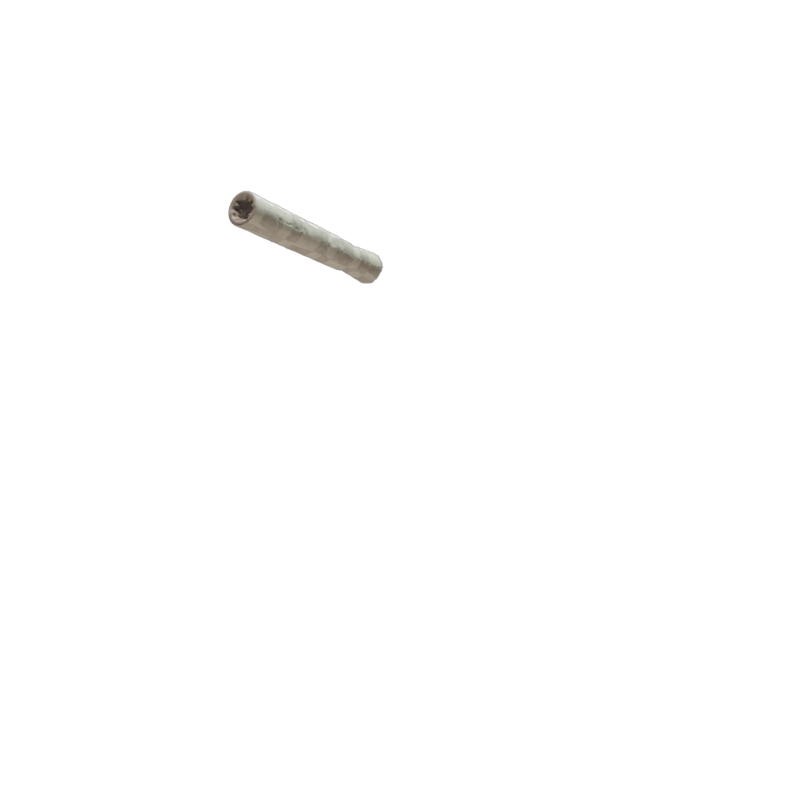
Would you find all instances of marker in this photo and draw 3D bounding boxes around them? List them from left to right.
[{"bbox_3d":[-0.047,-0.085,0.596,0.020,0.020,0.114,3,-9,36],"label":"marker"}]
